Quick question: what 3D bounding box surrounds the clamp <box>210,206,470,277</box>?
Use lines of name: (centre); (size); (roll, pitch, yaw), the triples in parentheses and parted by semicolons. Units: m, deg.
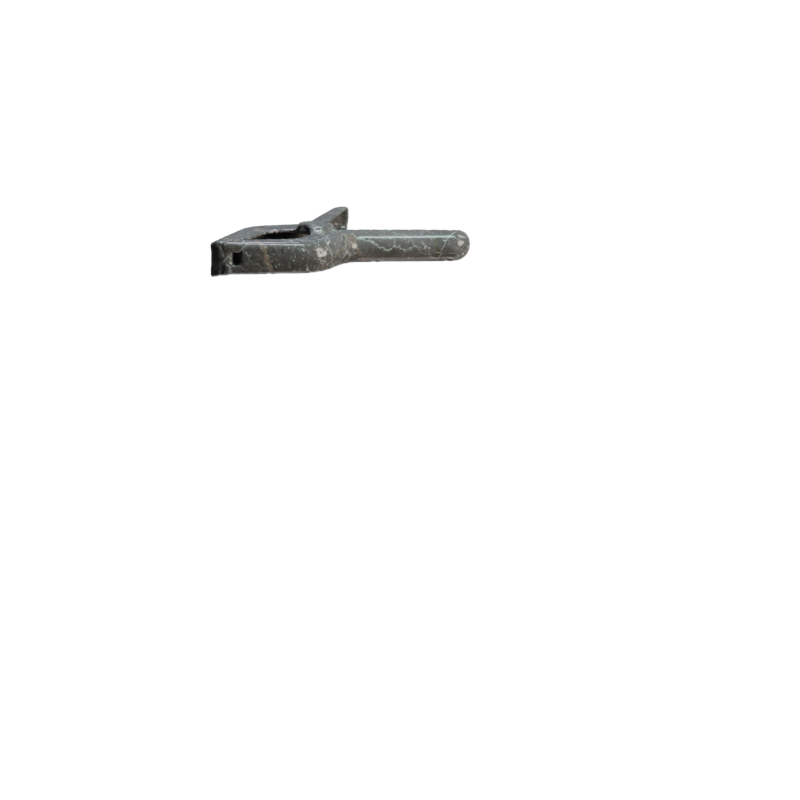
clamp: (-0.072, -0.131, 0.919); (0.205, 0.035, 0.174); (-12, 21, -33)
